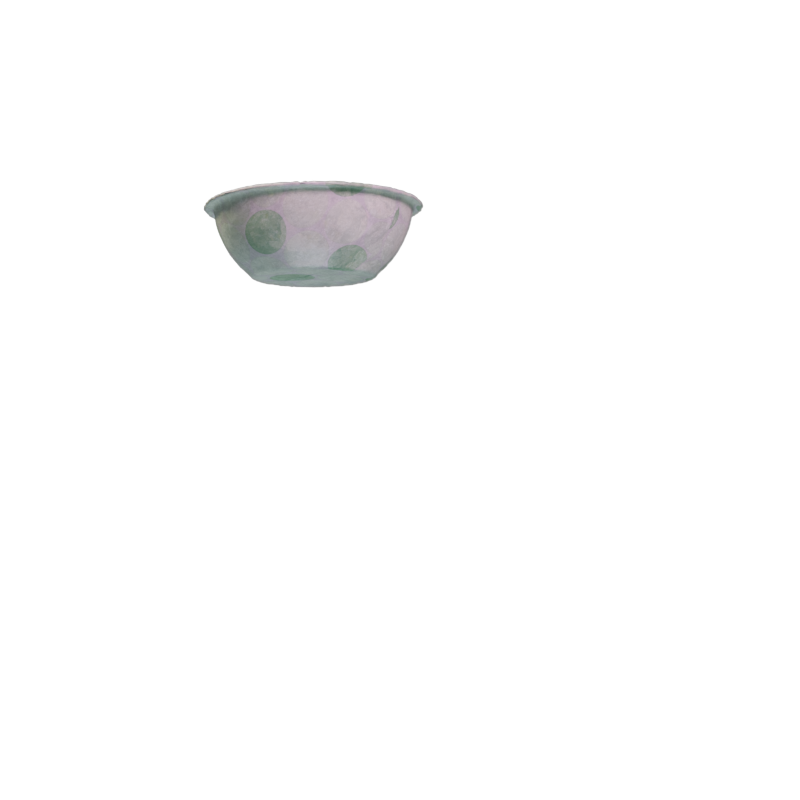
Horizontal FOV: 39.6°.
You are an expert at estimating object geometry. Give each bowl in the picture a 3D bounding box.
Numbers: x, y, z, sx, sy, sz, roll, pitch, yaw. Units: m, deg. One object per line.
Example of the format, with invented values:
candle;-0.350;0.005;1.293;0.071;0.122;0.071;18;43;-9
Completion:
bowl;-0.064;-0.117;0.817;0.162;0.056;0.159;0;-4;-2
